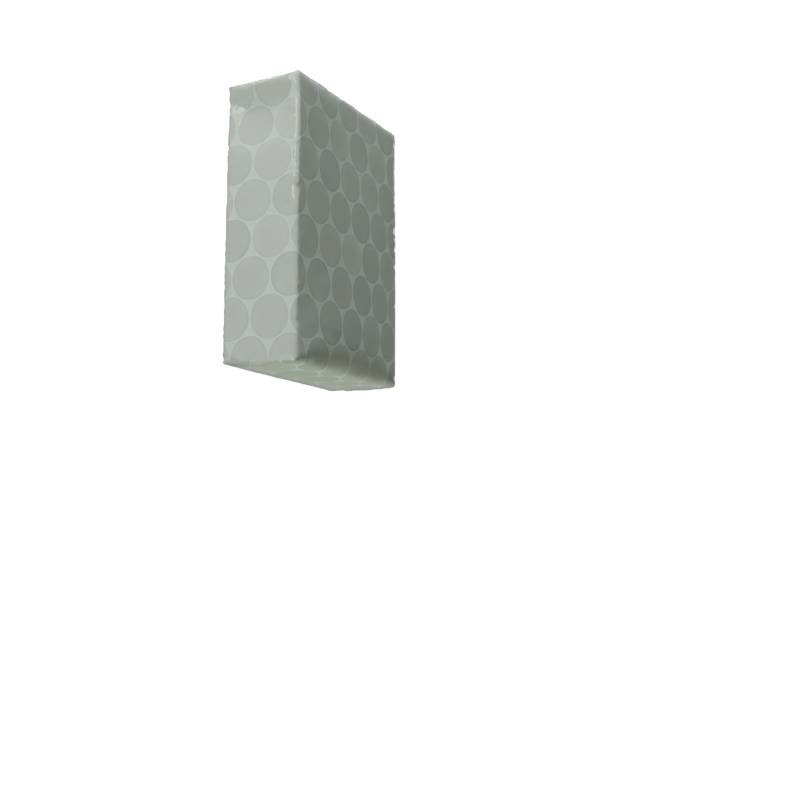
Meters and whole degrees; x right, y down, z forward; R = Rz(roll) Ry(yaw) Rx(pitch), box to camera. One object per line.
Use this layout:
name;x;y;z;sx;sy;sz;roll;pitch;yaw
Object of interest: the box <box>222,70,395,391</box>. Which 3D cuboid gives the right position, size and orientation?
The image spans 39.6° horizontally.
box;-0.067;-0.122;0.852;0.073;0.221;0.155;-7;-13;26
